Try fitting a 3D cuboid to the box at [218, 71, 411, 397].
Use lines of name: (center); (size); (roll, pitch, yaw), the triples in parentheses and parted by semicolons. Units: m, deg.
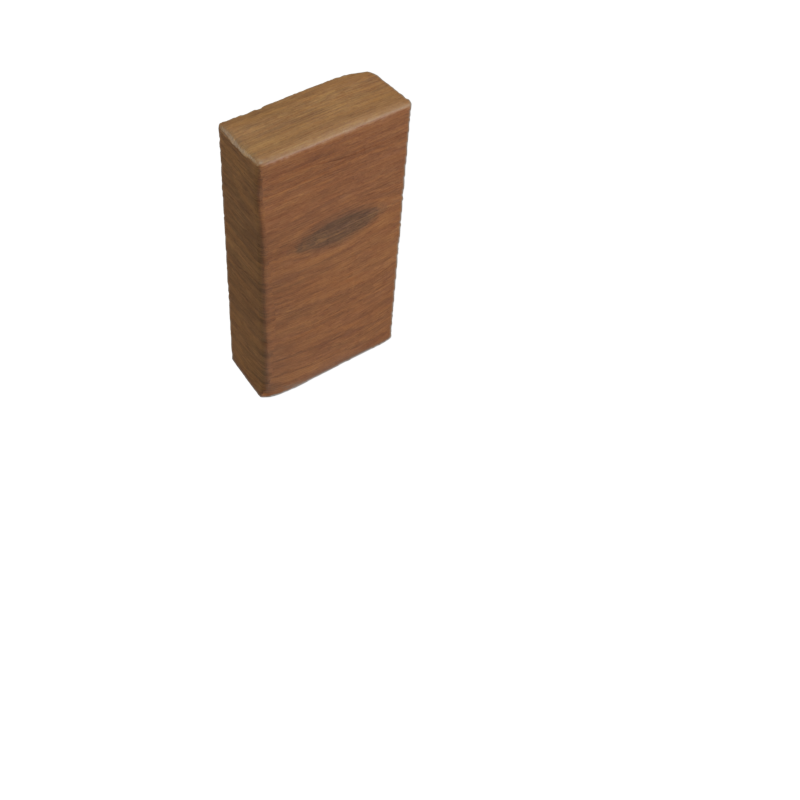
box: (-0.047, -0.086, 0.601); (0.093, 0.164, 0.052); (-26, 52, -26)
